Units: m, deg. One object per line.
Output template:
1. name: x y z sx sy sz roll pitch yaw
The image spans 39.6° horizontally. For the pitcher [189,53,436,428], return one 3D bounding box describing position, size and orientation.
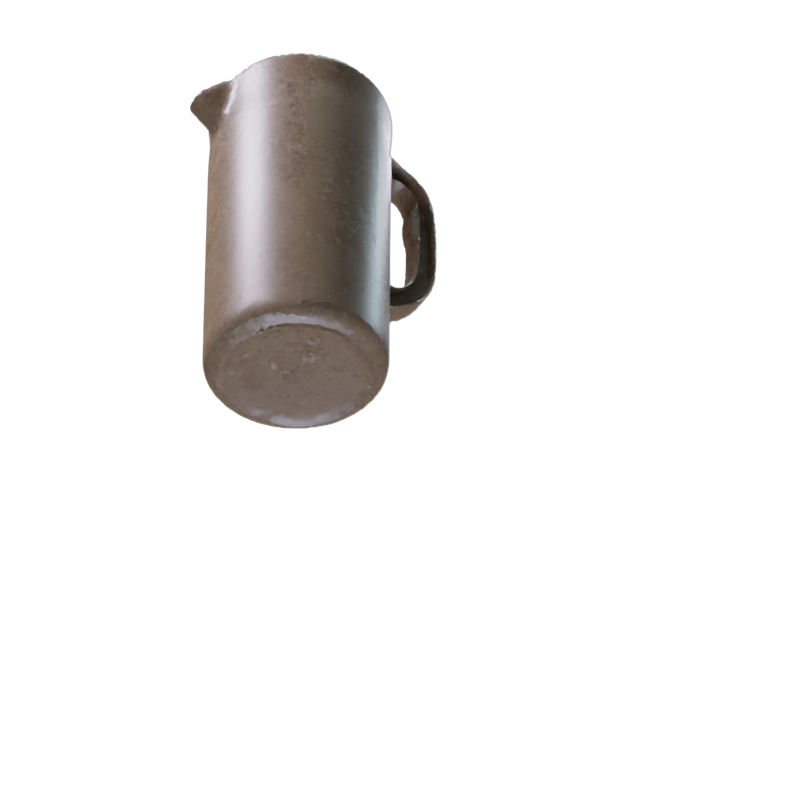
1. pitcher: -0.057 -0.103 0.722 0.150 0.261 0.134 -11 -44 8
